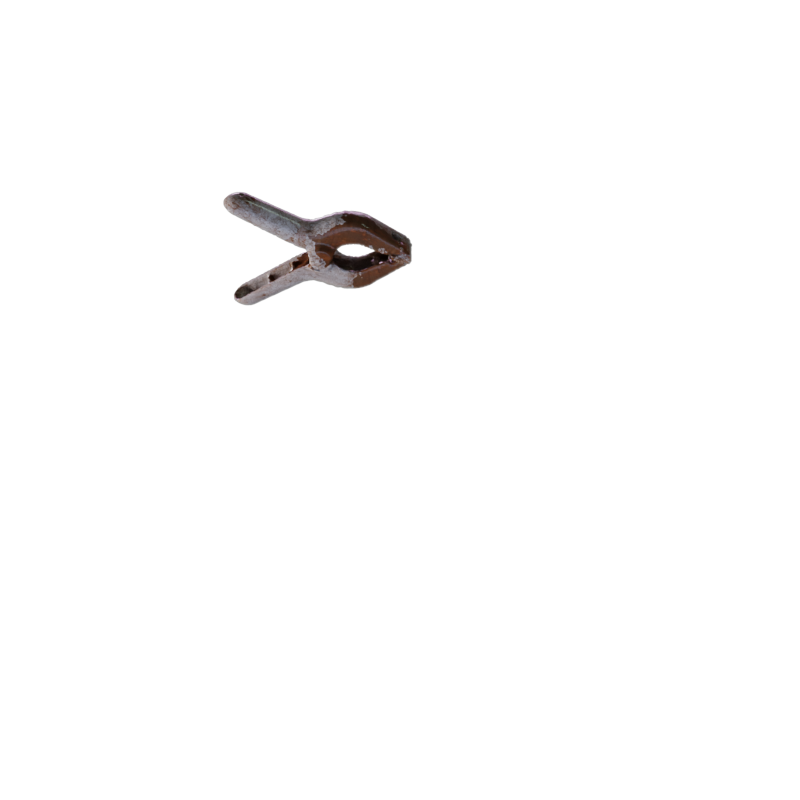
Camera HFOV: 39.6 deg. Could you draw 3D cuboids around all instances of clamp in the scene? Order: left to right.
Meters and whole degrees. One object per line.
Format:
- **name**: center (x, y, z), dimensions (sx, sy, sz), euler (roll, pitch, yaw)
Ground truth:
- **clamp**: center (-0.078, -0.142, 0.993), dimensions (0.173, 0.042, 0.111), euler (-7, -44, 7)
